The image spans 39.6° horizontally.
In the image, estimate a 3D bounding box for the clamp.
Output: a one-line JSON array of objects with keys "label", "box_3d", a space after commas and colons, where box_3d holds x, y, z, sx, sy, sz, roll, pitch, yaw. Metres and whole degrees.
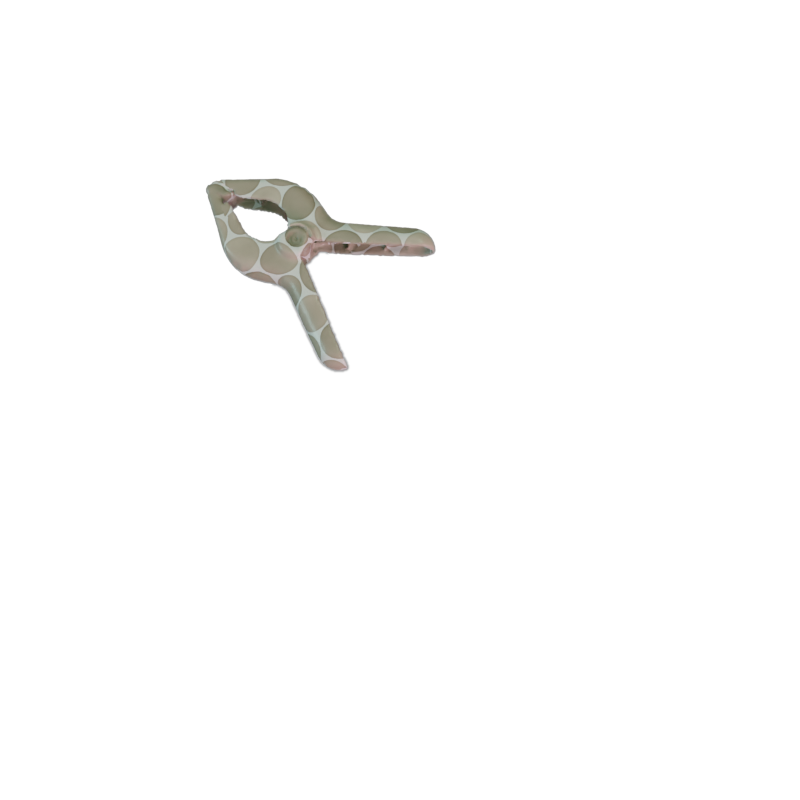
[{"label": "clamp", "box_3d": [-0.063, -0.115, 0.808, 0.121, 0.179, 0.037, -42, -17, -17]}]
